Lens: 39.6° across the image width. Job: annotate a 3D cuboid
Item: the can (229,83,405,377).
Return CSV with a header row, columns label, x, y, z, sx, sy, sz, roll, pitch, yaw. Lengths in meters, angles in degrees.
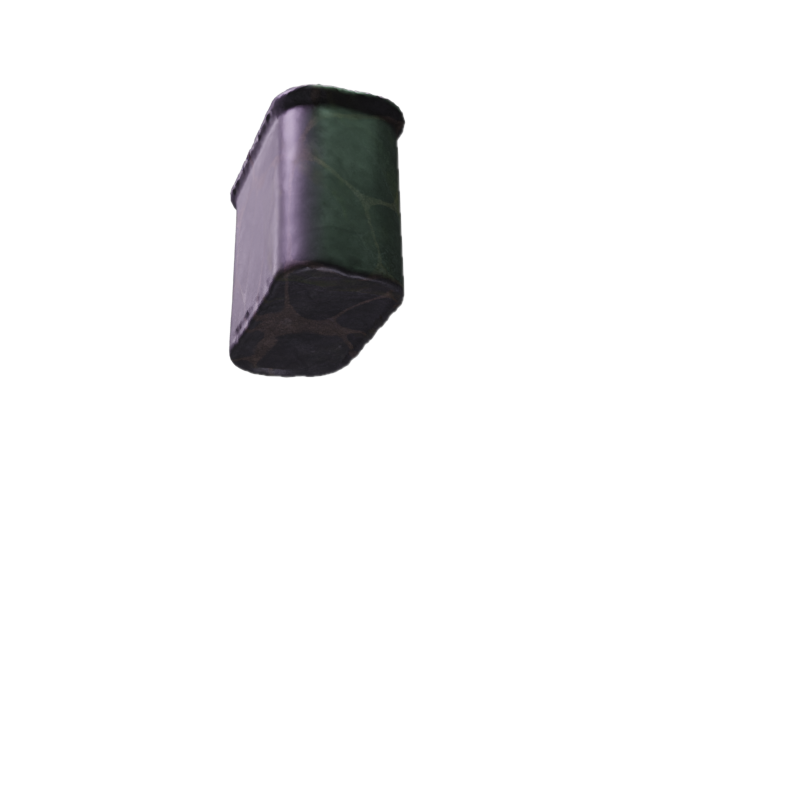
label,x,y,z,sx,sy,sz,roll,pitch,yaw
can,-0.036,-0.066,0.460,0.056,0.089,0.099,9,-28,-19
